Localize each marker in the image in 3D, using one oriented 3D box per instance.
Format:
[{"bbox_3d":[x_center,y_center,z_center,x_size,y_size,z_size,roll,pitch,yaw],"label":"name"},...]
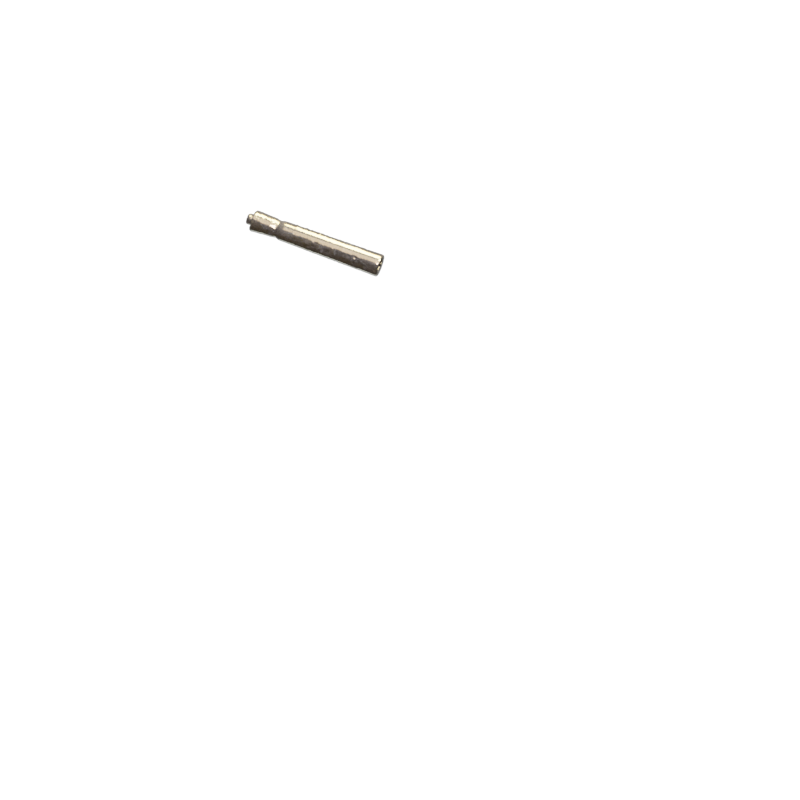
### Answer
[{"bbox_3d":[-0.073,-0.133,0.929,0.124,0.019,0.019,21,8,12],"label":"marker"}]
